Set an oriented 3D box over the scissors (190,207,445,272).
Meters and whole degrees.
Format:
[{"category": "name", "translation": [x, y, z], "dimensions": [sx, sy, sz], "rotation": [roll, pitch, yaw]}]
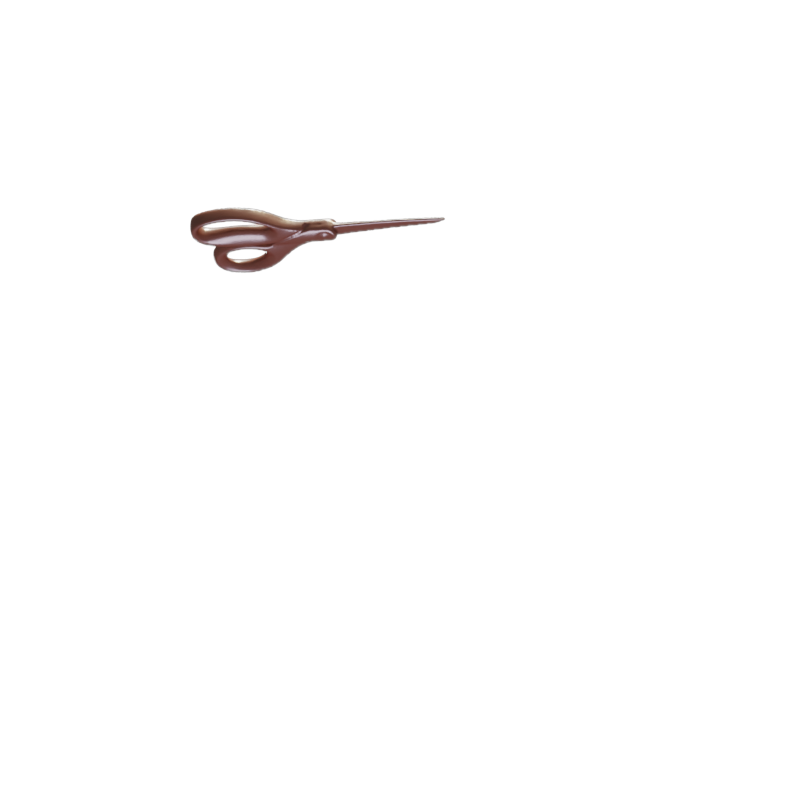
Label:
[{"category": "scissors", "translation": [-0.071, -0.130, 0.913], "dimensions": [0.200, 0.017, 0.091], "rotation": [3, -24, -6]}]
